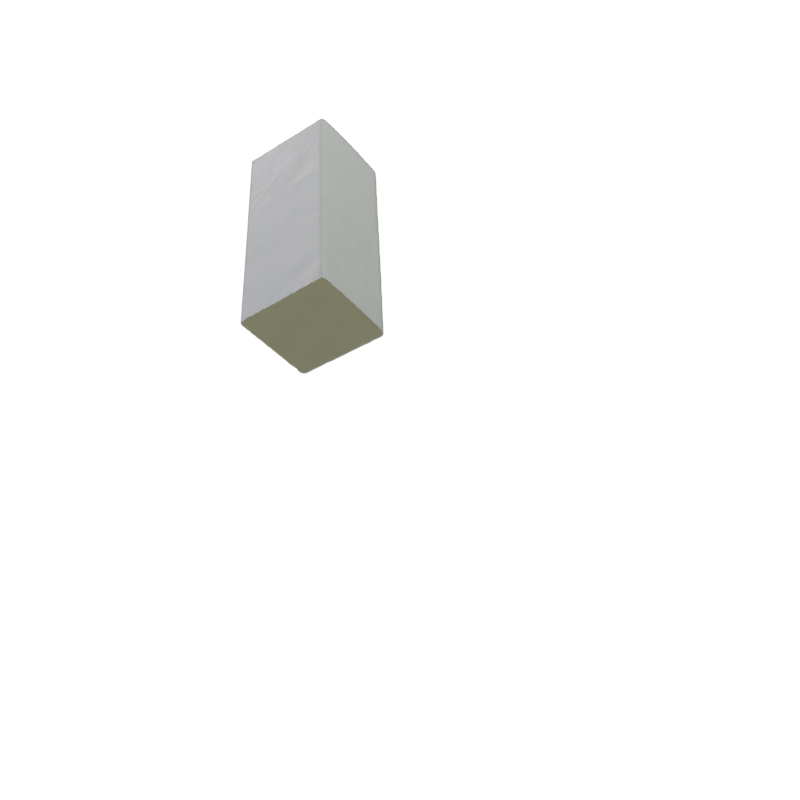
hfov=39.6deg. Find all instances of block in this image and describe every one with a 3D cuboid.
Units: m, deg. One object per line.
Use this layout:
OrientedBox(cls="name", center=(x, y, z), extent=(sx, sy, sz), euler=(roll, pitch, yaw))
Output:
OrientedBox(cls="block", center=(-0.077, -0.142, 0.996), extent=(0.091, 0.221, 0.084), euler=(-27, -47, 24))
